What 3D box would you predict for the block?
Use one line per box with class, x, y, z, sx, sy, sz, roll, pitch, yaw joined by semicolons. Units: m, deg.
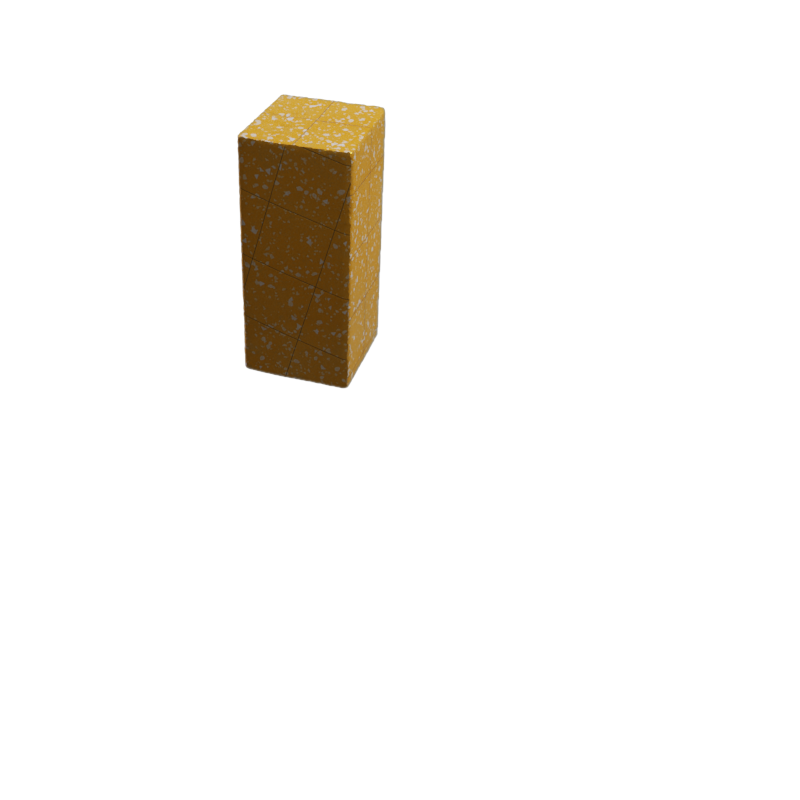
block;-0.068;-0.125;0.875;0.093;0.194;0.094;11;33;14
